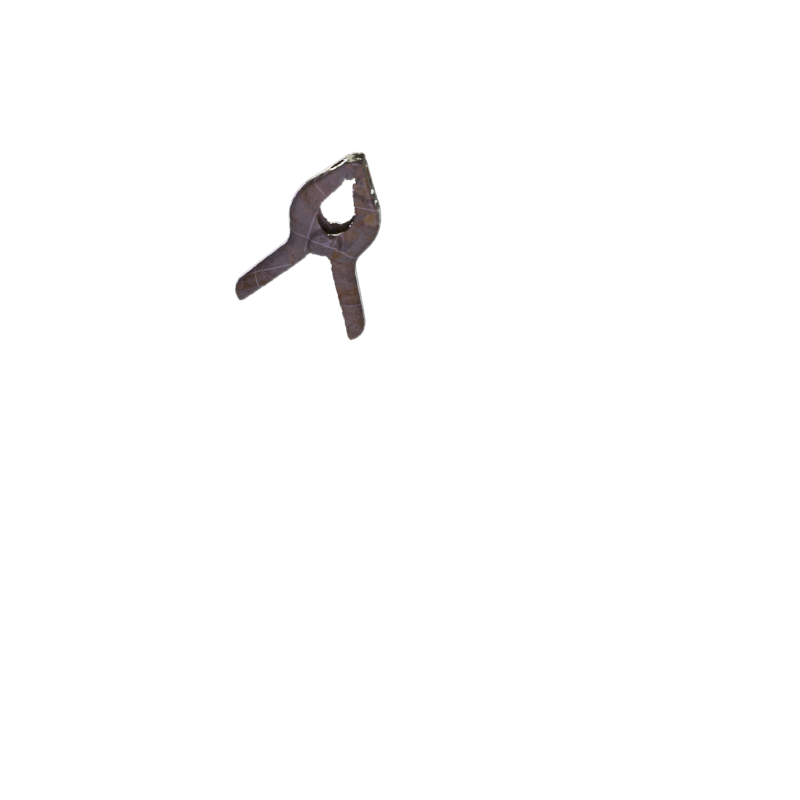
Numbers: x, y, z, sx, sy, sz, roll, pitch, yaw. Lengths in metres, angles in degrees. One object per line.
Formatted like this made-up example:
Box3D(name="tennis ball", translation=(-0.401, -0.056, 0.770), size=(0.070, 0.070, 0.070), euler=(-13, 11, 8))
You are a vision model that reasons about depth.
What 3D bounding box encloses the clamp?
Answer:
Box3D(name="clamp", translation=(-0.075, -0.137, 0.960), size=(0.119, 0.164, 0.041), euler=(10, 24, -5))
